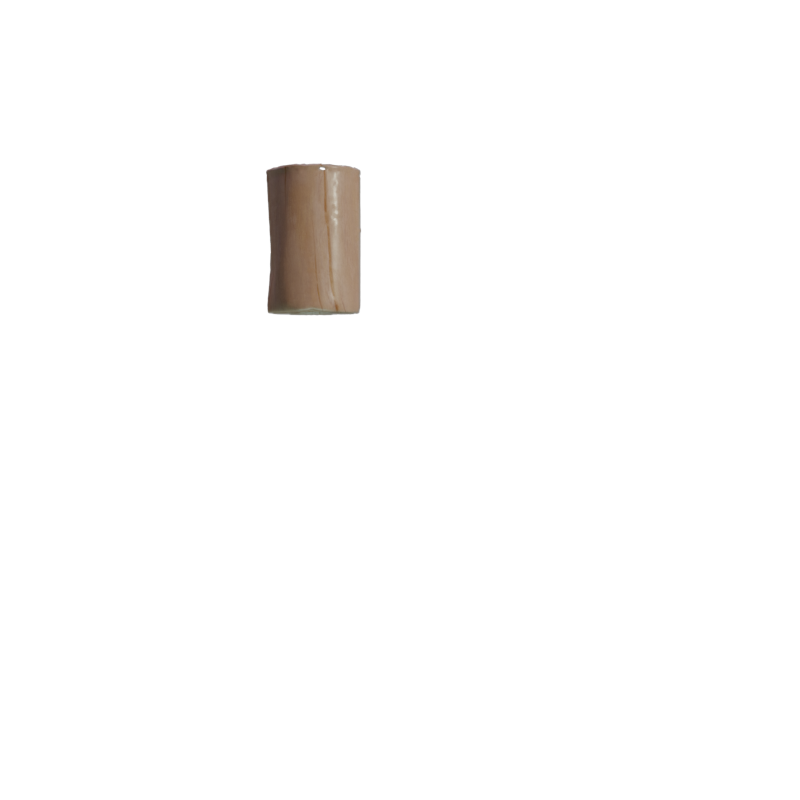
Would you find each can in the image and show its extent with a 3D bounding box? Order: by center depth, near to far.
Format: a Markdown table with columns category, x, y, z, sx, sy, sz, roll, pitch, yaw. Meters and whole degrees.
| category | x | y | z | sx | sy | sz | roll | pitch | yaw |
| --- | --- | --- | --- | --- | --- | --- | --- | --- | --- |
| can | -0.062 | -0.113 | 0.788 | 0.068 | 0.104 | 0.068 | 0 | -4 | -2 |
